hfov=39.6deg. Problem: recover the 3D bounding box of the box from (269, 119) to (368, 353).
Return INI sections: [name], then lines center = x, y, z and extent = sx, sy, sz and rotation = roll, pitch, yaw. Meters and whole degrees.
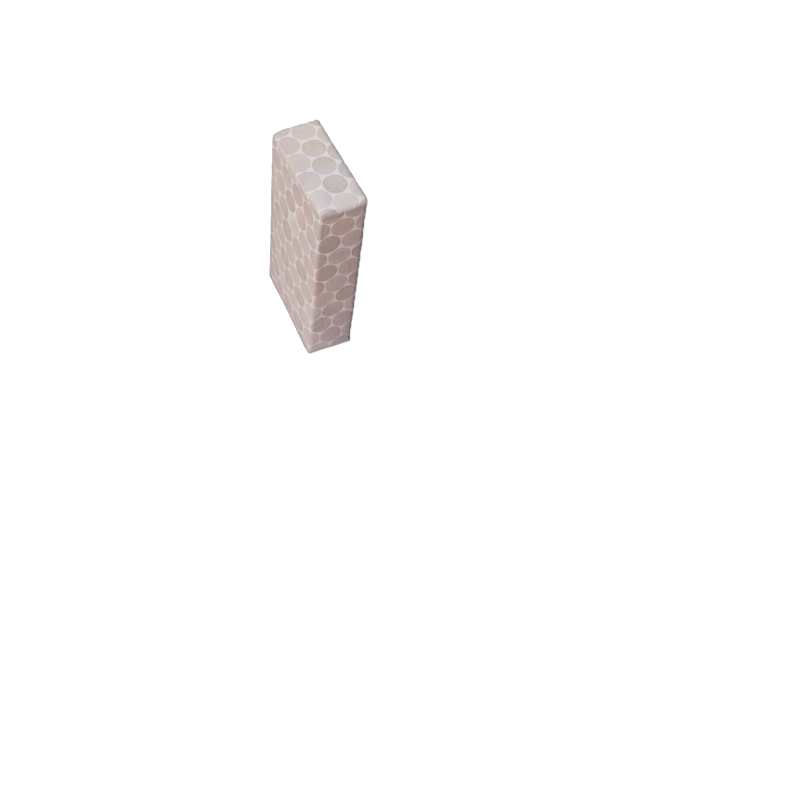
[box]
center = -0.069, -0.125, 0.875
extent = 0.048, 0.100, 0.165
rotation = -19, -32, -16
